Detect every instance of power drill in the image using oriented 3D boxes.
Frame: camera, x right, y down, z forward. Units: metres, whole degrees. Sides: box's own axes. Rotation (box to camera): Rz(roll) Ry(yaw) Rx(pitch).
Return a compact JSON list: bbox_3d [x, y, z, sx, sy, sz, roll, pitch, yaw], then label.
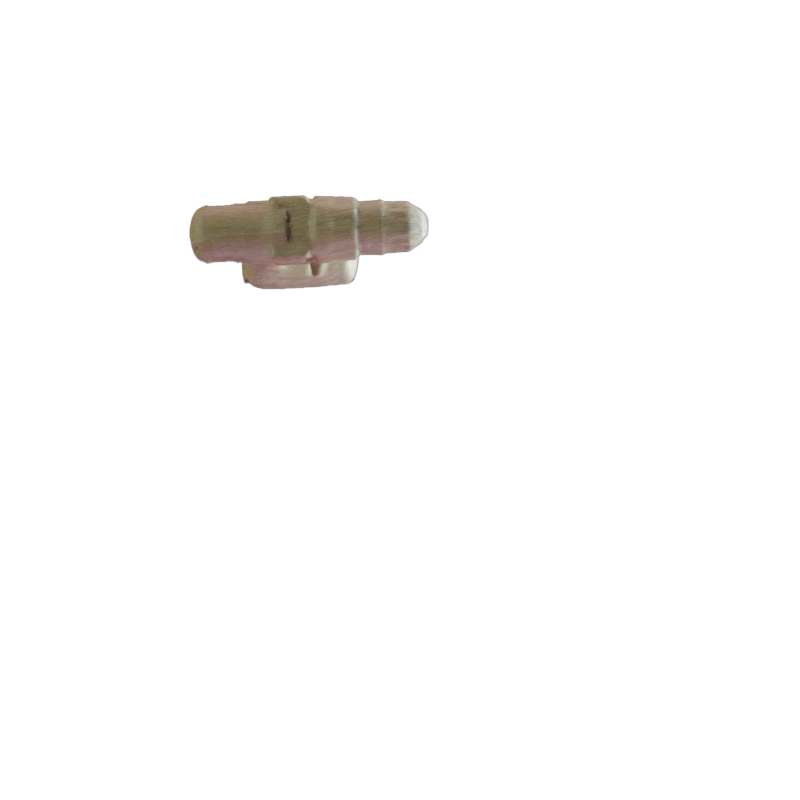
[{"bbox_3d":[-0.072,-0.132,0.925,0.185,0.058,0.184,0,-2,1],"label":"power drill"}]
